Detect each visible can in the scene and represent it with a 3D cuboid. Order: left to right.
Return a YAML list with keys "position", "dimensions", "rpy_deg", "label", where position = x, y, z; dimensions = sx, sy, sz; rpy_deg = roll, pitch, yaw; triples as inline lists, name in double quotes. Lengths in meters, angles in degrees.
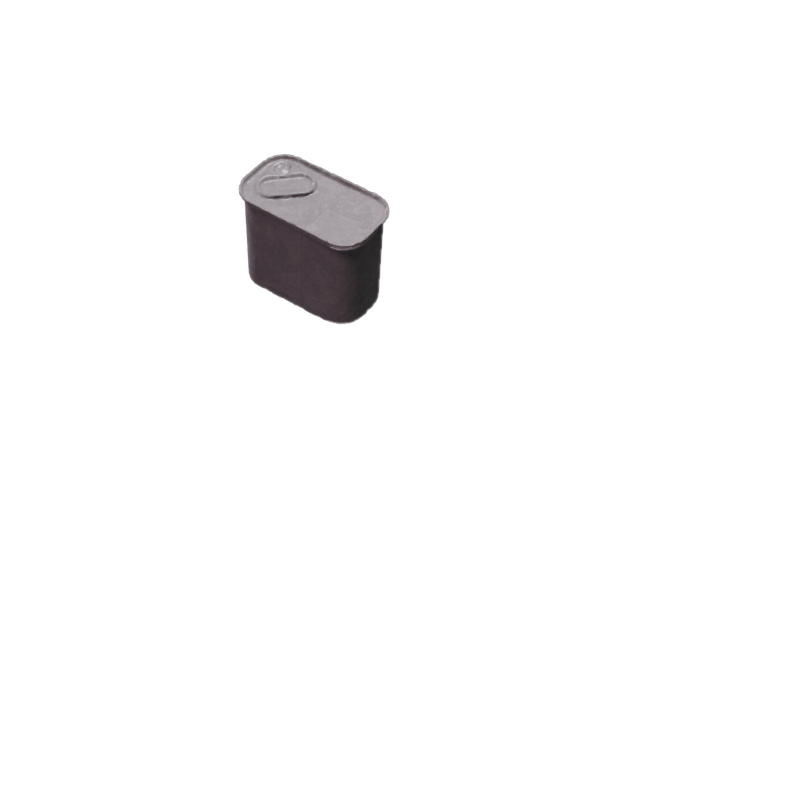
- position: [-0.060, -0.110, 0.768]
  dimensions: [0.107, 0.078, 0.059]
  rpy_deg: [29, 54, 22]
  label: "can"
